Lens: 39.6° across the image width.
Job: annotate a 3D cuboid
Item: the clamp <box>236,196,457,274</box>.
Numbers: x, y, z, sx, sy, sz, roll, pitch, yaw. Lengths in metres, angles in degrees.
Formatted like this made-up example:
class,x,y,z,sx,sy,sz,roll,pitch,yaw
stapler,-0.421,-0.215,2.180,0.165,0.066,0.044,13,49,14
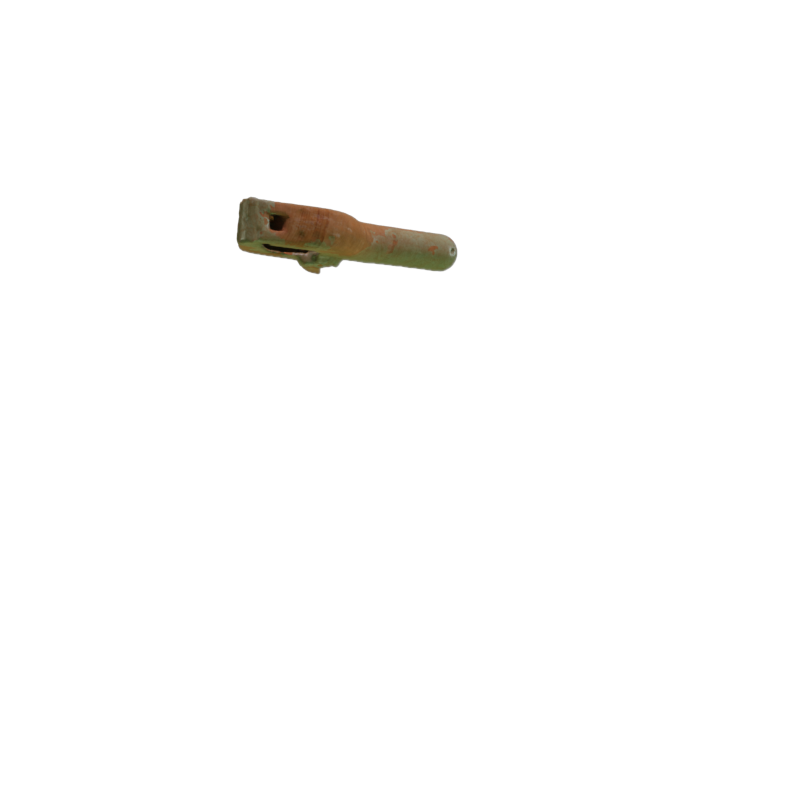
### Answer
class,x,y,z,sx,sy,sz,roll,pitch,yaw
clamp,-0.056,-0.103,0.719,0.123,0.040,0.163,-5,-8,39
